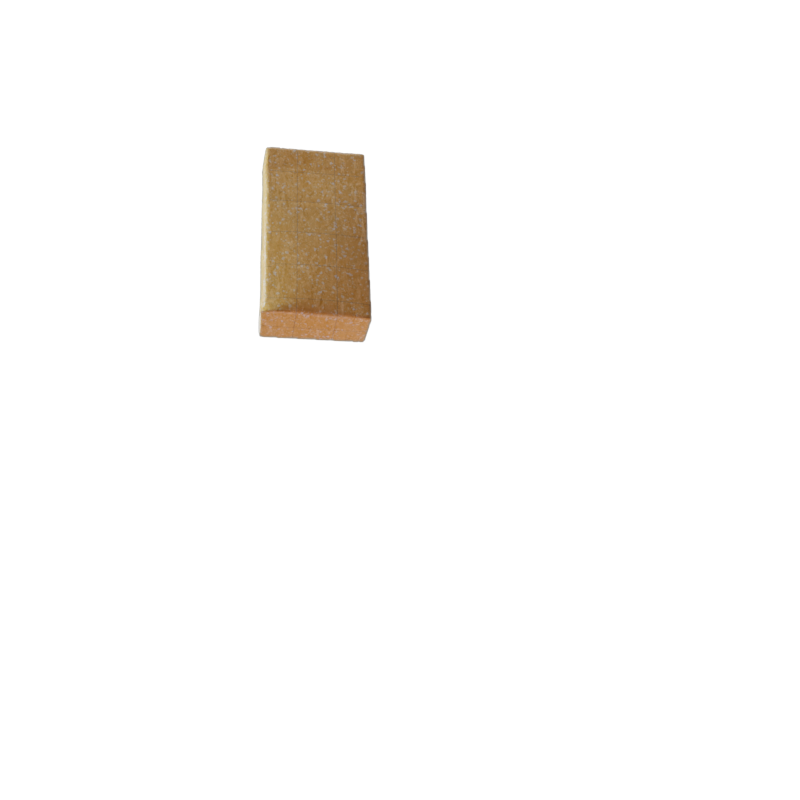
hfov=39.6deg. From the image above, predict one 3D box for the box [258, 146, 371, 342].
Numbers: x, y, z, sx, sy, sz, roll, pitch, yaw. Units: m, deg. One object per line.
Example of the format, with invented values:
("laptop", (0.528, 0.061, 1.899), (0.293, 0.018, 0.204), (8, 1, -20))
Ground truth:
("box", (-0.076, -0.138, 0.969), (0.092, 0.189, 0.045), (3, -34, -8))
